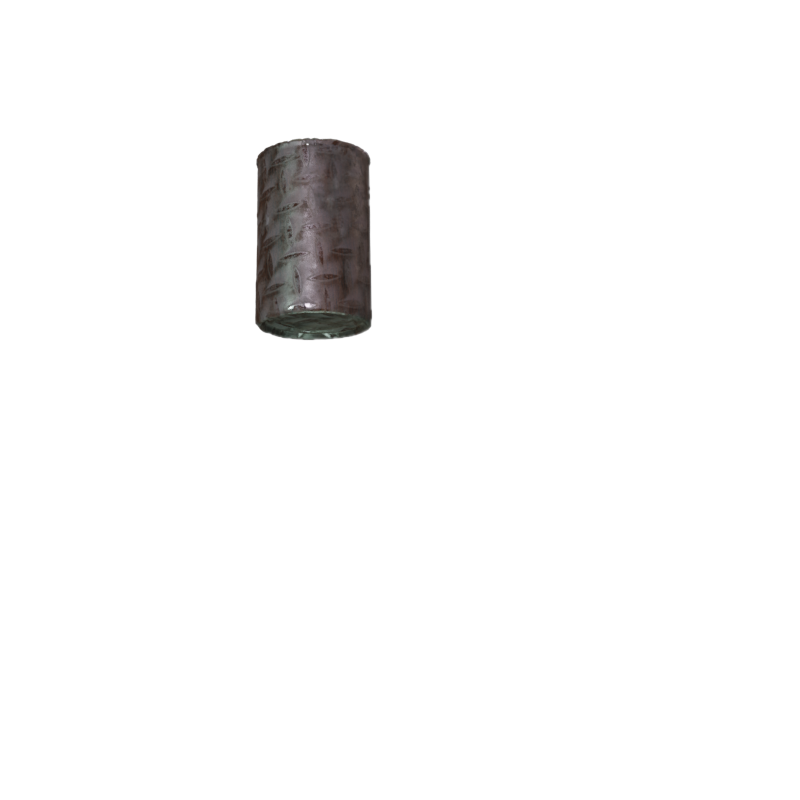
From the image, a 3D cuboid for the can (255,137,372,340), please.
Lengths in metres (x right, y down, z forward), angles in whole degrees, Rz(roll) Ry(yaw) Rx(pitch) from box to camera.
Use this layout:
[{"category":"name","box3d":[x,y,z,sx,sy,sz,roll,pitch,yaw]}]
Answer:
[{"category":"can","box3d":[-0.050,-0.092,0.643,0.068,0.106,0.066,0,-16,-2]}]
